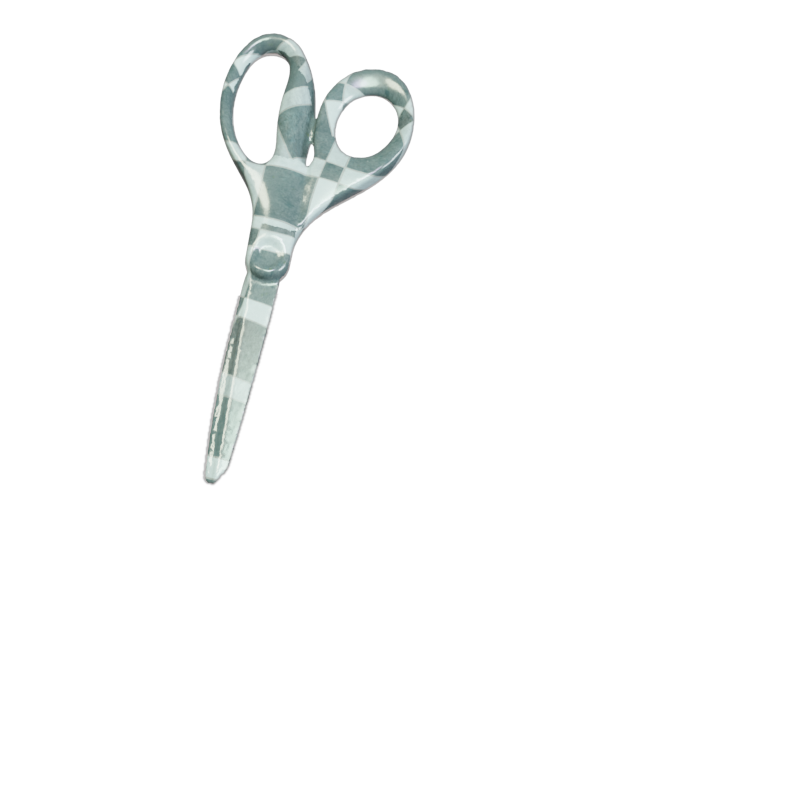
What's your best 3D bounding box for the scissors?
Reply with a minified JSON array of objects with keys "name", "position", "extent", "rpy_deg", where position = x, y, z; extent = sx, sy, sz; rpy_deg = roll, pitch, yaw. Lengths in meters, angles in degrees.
[{"name":"scissors","position":[-0.037,-0.068,0.476],"extent":[0.096,0.212,0.015],"rpy_deg":[-4,-20,-1]}]
